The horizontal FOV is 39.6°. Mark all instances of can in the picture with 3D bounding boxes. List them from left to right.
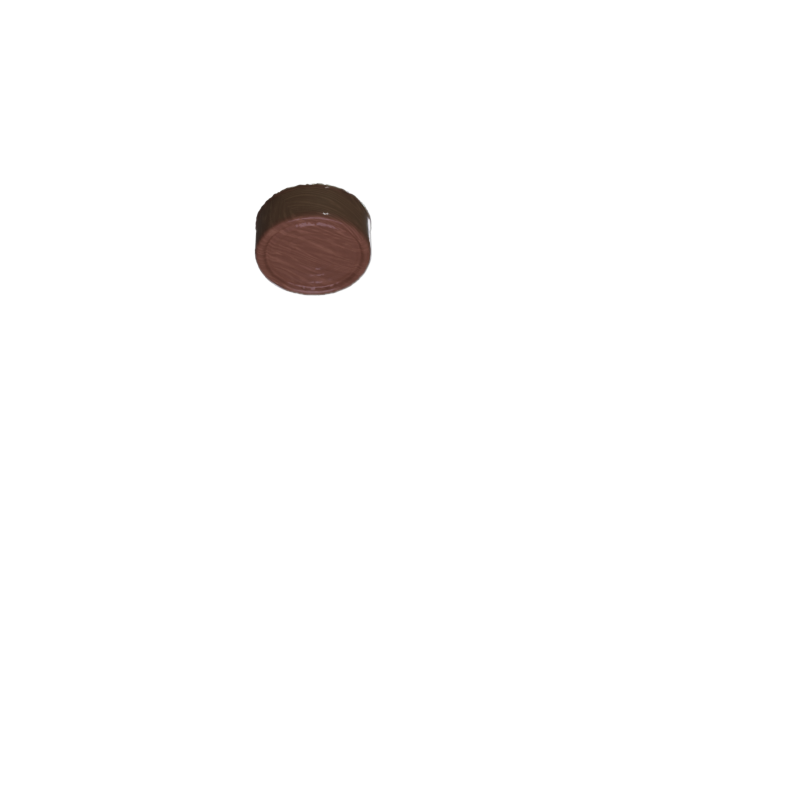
[{"bbox_3d":[-0.063,-0.115,0.807,0.086,0.036,0.080,1,-40,-1],"label":"can"}]
